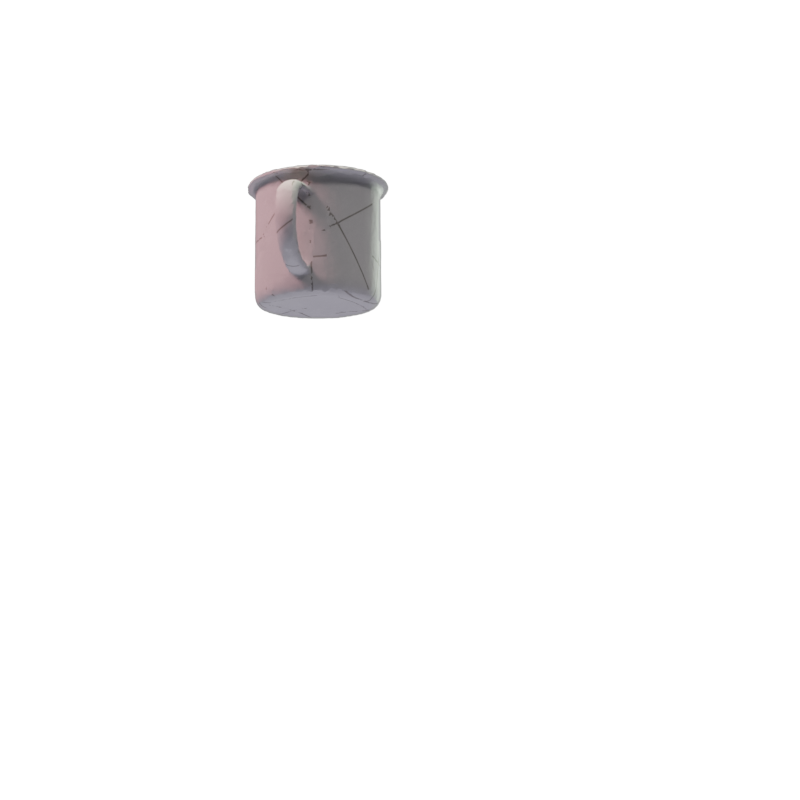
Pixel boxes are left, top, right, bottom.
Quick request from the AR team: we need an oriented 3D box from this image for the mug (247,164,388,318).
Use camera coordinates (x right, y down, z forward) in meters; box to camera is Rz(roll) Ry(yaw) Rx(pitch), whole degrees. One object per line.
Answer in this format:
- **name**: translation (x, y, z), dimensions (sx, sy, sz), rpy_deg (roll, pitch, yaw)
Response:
- **mug**: translation (-0.056, -0.102, 0.711), dimensions (0.094, 0.084, 0.112), rpy_deg (-3, -11, 11)
